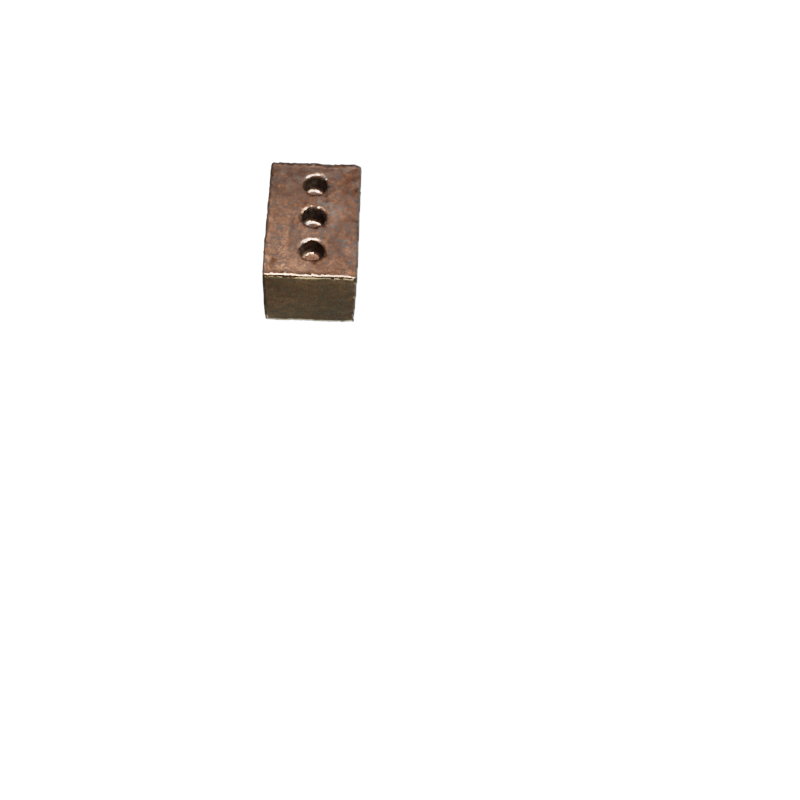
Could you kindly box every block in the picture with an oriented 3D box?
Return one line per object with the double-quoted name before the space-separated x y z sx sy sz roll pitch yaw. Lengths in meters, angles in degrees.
"block" -0.049 -0.090 0.628 0.053 0.083 0.048 1 -30 -1
